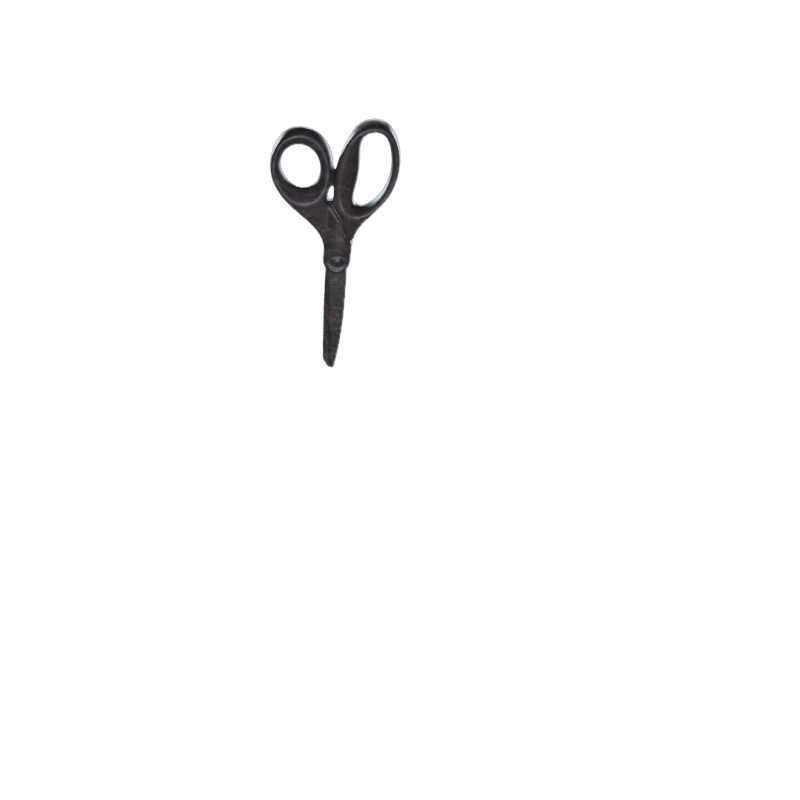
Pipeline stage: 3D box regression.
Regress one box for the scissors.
[{"bbox_3d":[-0.061,-0.111,0.777,0.094,0.193,0.017,17,32,-11],"label":"scissors"}]
